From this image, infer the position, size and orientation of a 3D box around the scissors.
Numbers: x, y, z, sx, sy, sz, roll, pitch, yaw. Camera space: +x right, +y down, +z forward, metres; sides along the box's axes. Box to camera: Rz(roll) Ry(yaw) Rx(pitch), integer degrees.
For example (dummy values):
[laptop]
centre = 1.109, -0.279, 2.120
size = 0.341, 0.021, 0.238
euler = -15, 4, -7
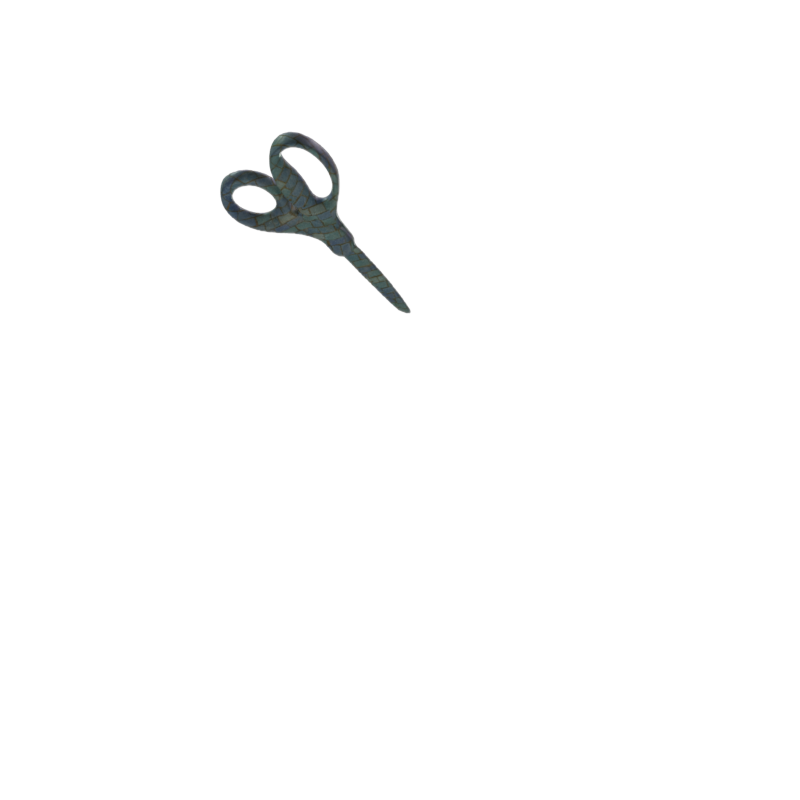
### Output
[scissors]
centre = -0.065, -0.119, 0.832
size = 0.097, 0.017, 0.186
euler = -12, -43, 13
